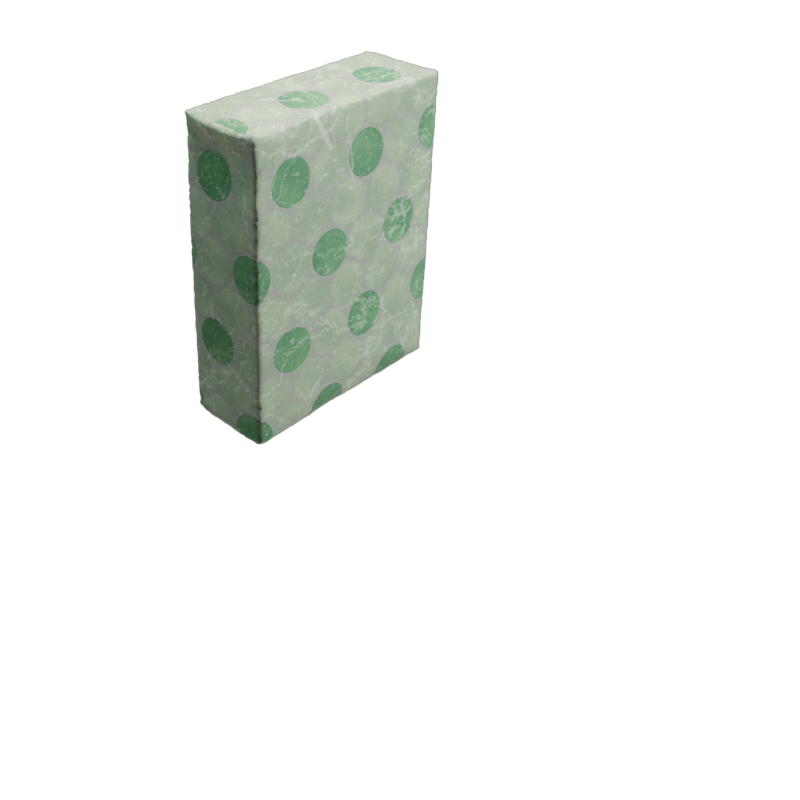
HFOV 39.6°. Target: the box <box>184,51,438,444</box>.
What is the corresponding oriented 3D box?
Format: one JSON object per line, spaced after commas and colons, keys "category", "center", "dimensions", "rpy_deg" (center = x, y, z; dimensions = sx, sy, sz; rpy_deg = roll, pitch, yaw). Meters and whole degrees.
{"category": "box", "center": [-0.057, -0.103, 0.724], "dimensions": [0.076, 0.201, 0.164], "rpy_deg": [25, 38, 34]}
